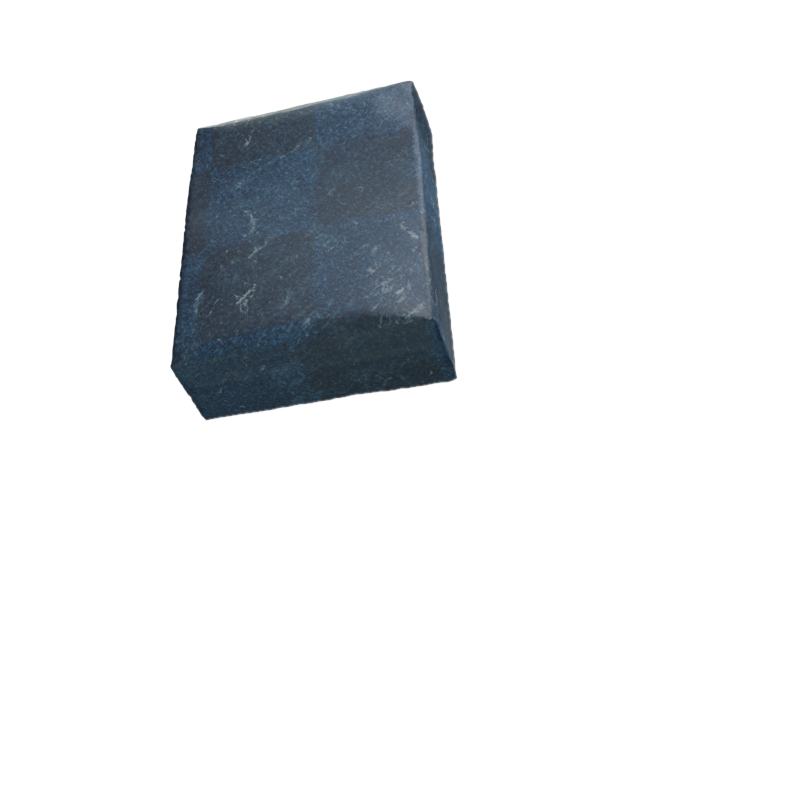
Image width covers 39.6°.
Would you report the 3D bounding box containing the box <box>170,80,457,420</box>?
[{"bbox_3d":[-0.057,-0.104,0.729,0.166,0.229,0.066,-10,-38,11],"label":"box"}]
